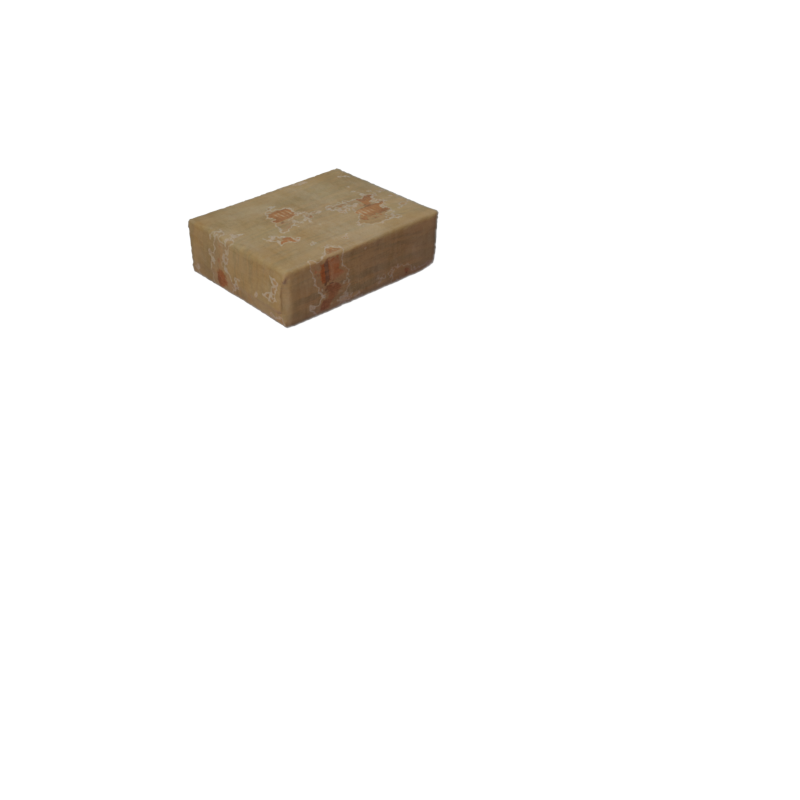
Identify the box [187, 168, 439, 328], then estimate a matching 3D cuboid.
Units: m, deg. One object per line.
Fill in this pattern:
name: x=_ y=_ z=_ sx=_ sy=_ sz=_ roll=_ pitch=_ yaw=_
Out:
box: x=-0.049 y=-0.089 z=0.625 sx=0.112 sy=0.037 sz=0.096 roll=-24 pitch=39 yaw=-34
